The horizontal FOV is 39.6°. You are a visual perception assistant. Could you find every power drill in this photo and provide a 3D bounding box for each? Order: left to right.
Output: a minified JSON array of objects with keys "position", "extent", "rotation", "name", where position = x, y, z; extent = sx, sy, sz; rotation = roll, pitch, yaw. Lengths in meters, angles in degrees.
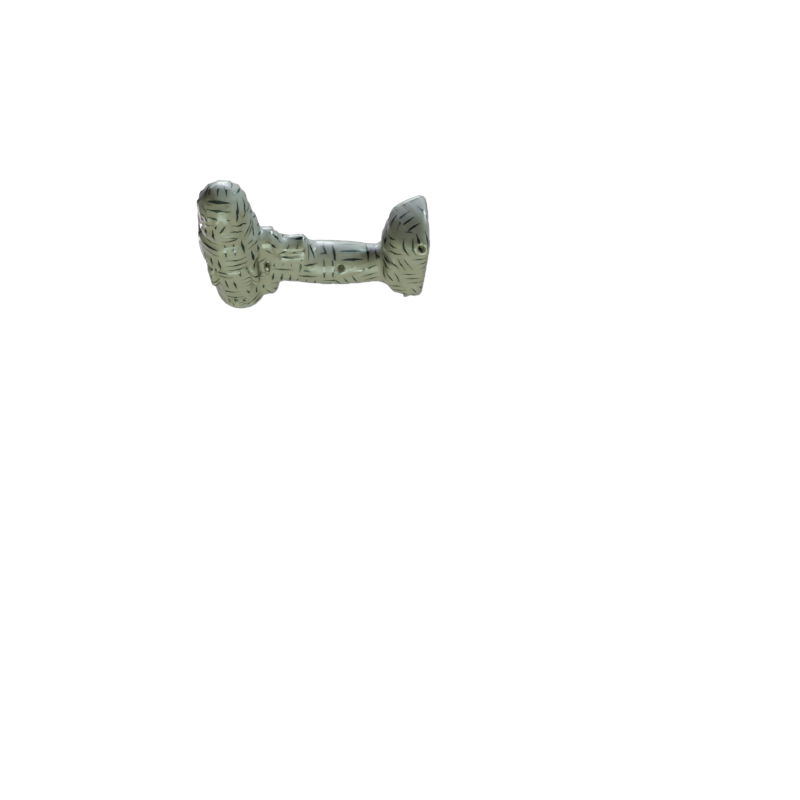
[{"position":[-0.072,-0.131,0.918],"extent":[0.188,0.060,0.176],"rotation":[0,-18,0],"name":"power drill"}]
